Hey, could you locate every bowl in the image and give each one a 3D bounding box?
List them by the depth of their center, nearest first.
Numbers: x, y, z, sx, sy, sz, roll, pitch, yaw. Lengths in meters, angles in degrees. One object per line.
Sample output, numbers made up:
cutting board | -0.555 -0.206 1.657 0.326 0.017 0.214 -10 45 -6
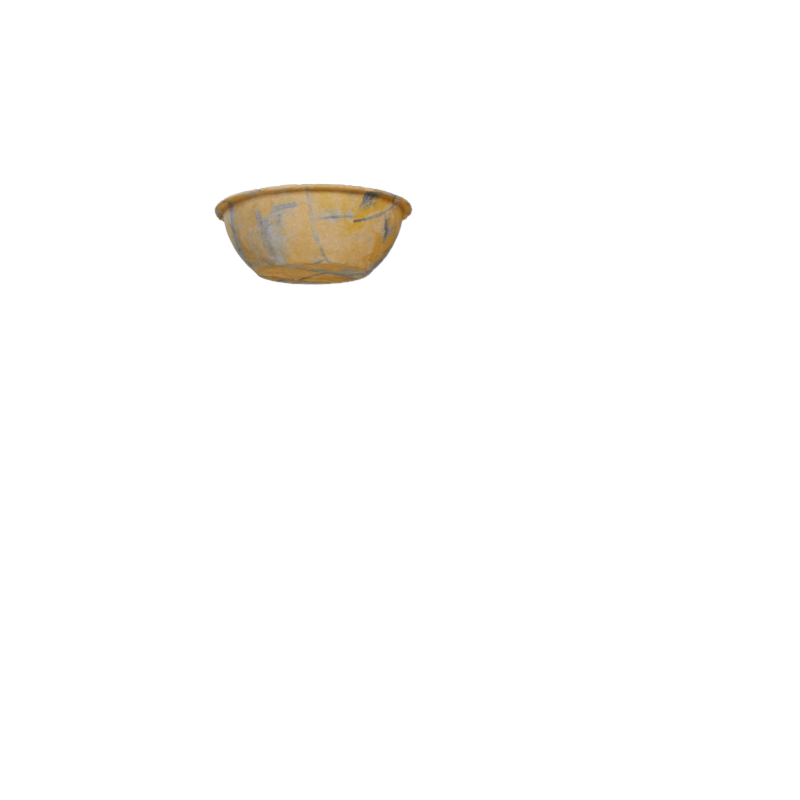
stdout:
bowl | -0.070 -0.128 0.900 0.162 0.056 0.159 0 -5 -2
